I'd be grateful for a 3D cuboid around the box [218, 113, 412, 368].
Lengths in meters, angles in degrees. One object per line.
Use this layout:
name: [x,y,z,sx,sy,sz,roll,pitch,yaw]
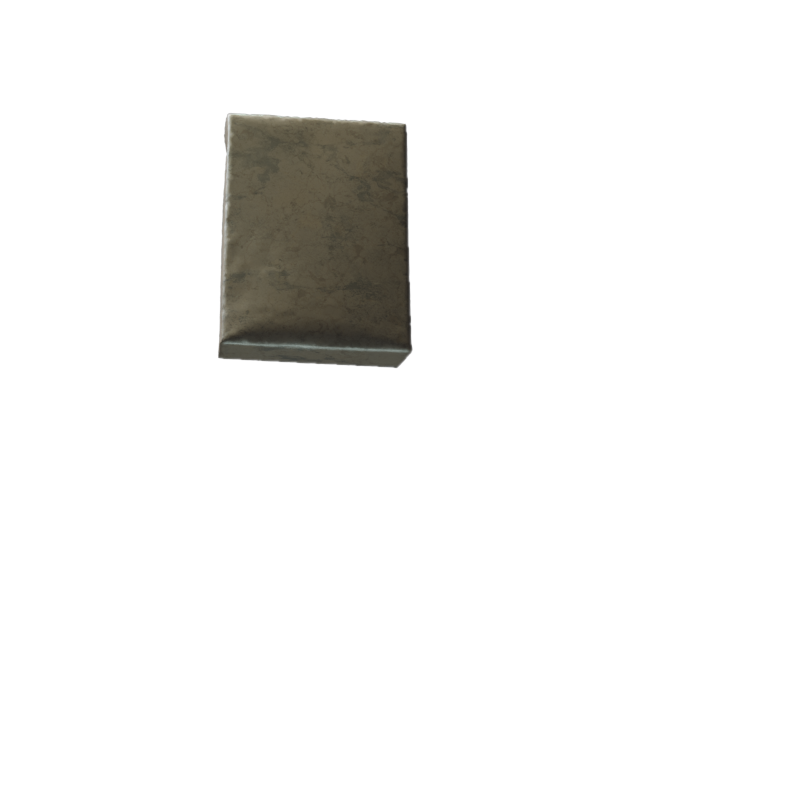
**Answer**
box: [-0.077,-0.140,0.982,0.162,0.224,0.069,2,-19,-8]
